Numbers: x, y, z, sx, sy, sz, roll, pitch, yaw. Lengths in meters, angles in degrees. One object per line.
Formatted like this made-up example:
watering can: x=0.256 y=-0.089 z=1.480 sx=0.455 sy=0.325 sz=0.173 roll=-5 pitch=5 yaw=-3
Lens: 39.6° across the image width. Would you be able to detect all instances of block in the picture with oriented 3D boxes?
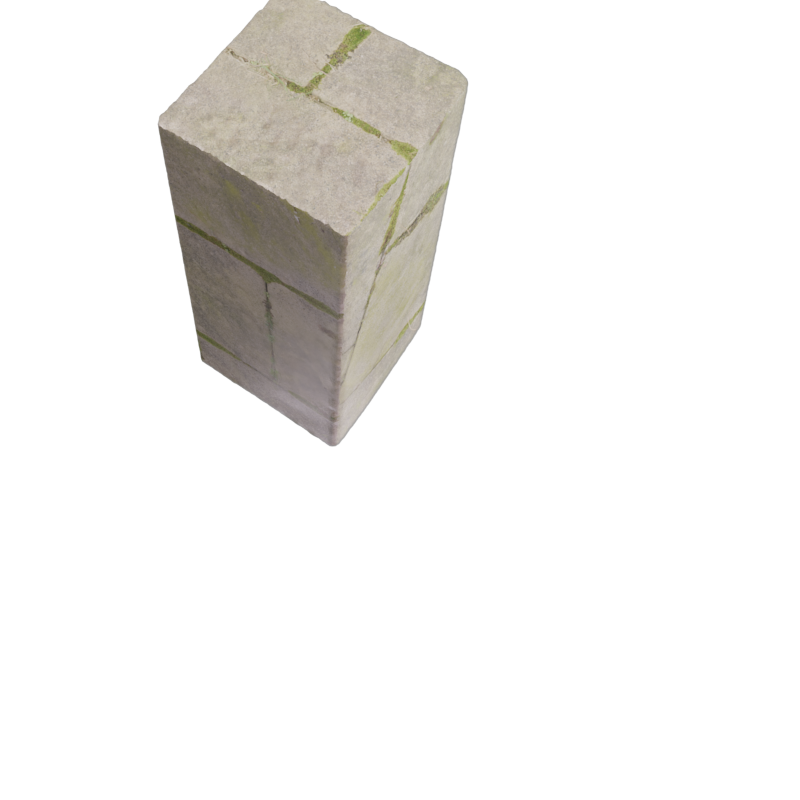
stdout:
block: x=-0.039 y=-0.073 z=0.508 sx=0.094 sy=0.092 sz=0.194 roll=32 pitch=-24 yaw=11
